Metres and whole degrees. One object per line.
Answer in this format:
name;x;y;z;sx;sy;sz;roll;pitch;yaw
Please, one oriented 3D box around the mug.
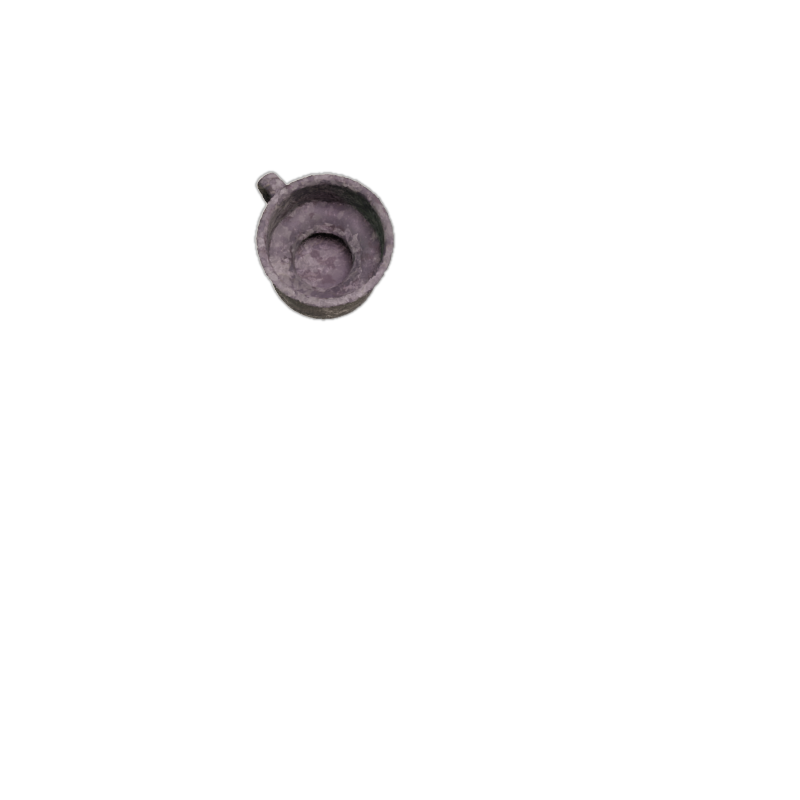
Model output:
mug;-0.061;-0.112;0.783;0.094;0.120;0.079;-42;-9;-9
